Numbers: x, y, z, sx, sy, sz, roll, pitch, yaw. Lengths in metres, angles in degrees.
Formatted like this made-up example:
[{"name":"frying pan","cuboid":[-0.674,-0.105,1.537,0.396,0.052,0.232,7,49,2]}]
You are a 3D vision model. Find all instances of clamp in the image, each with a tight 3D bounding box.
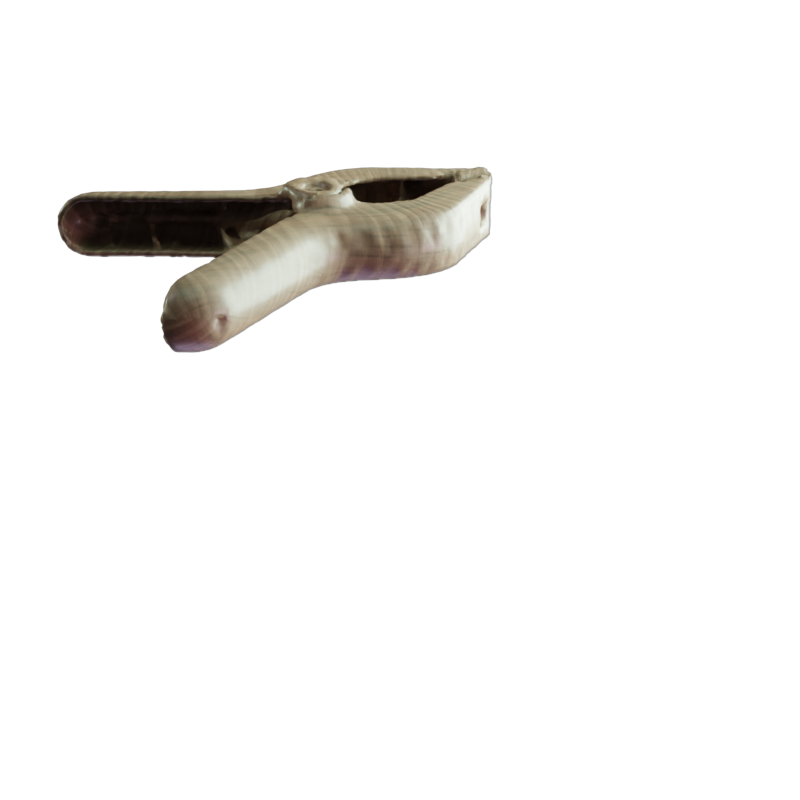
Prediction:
[{"name":"clamp","cuboid":[-0.032,-0.058,0.409,0.169,0.037,0.129,-12,34,-19]}]
